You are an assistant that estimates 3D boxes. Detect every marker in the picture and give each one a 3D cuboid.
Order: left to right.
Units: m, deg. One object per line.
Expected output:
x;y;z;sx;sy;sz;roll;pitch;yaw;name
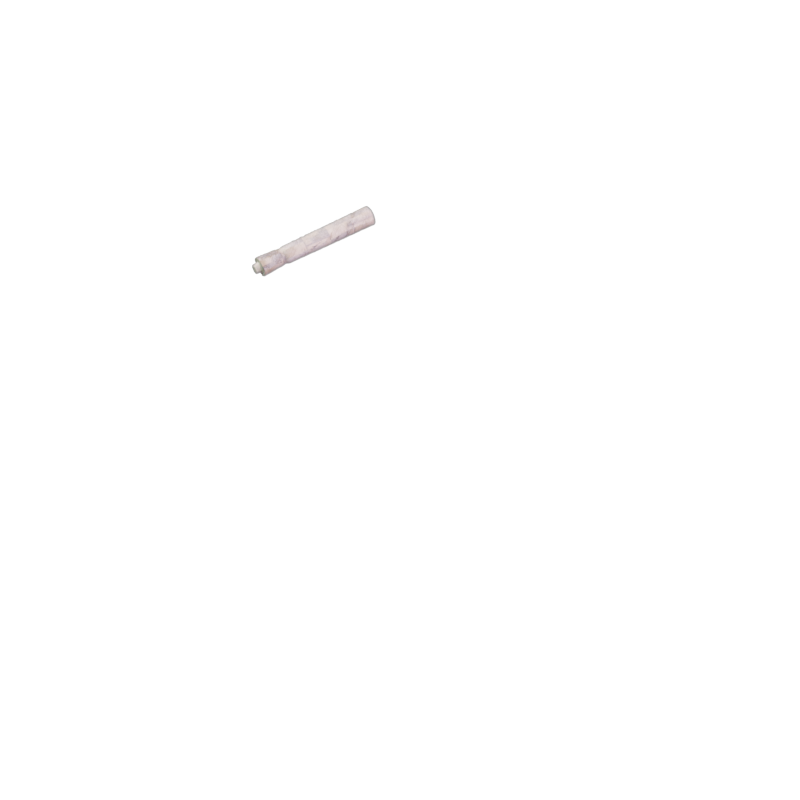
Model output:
-0.078;-0.142;0.997;0.121;0.019;0.020;-28;13;-17;marker
